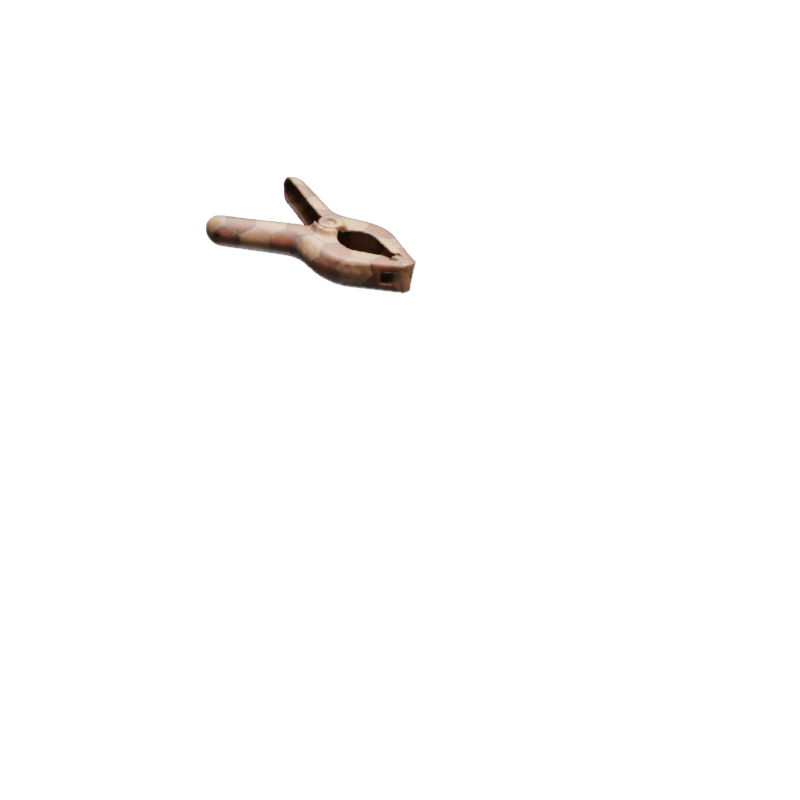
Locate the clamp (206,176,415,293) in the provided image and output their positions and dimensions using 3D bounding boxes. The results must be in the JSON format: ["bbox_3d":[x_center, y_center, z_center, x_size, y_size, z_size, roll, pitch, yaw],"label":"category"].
[{"bbox_3d":[-0.071,-0.129,0.906,0.183,0.037,0.120,30,47,33],"label":"clamp"}]
